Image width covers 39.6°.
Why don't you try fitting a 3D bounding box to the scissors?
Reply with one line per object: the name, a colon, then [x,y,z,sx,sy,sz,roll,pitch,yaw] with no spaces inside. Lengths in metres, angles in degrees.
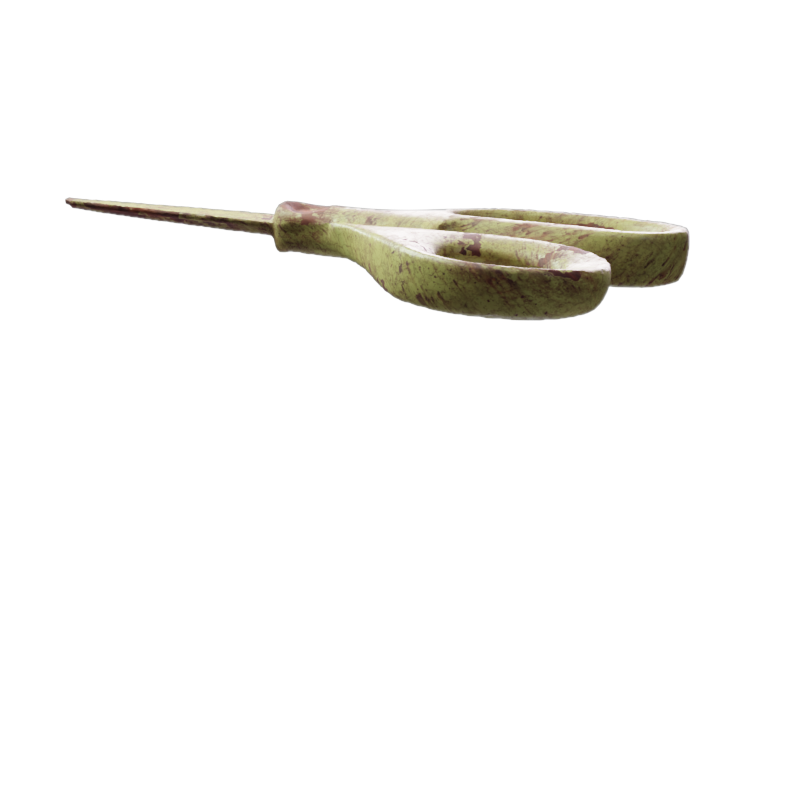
scissors: [-0.024,-0.045,0.312,0.206,0.015,0.097,5,19,14]
